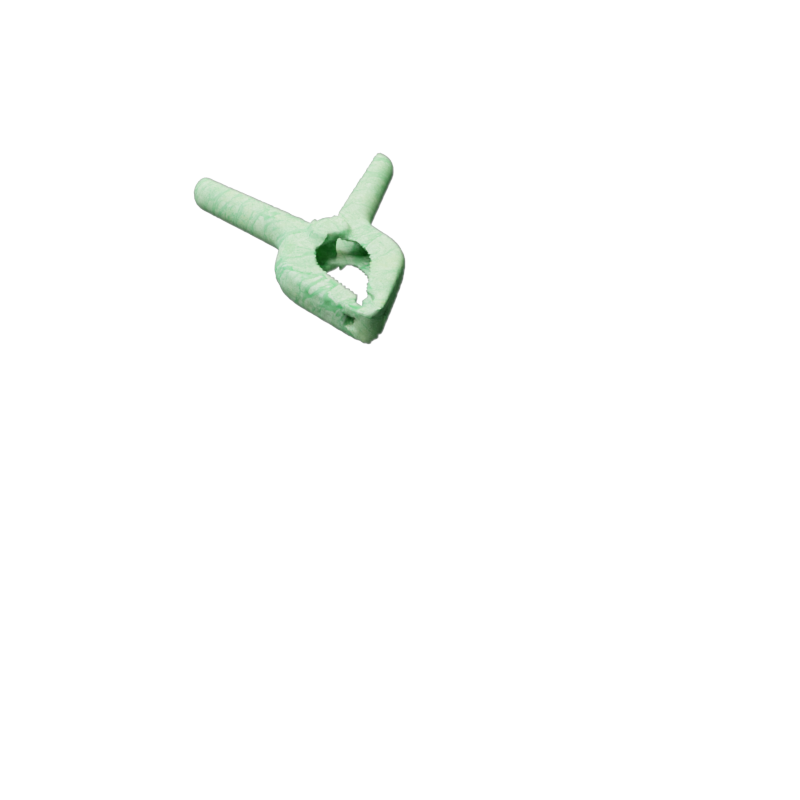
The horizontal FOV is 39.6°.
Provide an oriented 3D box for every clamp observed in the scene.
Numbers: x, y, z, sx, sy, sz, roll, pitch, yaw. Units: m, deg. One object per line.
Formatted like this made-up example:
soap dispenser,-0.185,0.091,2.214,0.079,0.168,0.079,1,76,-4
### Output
clamp,-0.065,-0.118,0.826,0.163,0.034,0.227,-8,42,-9
